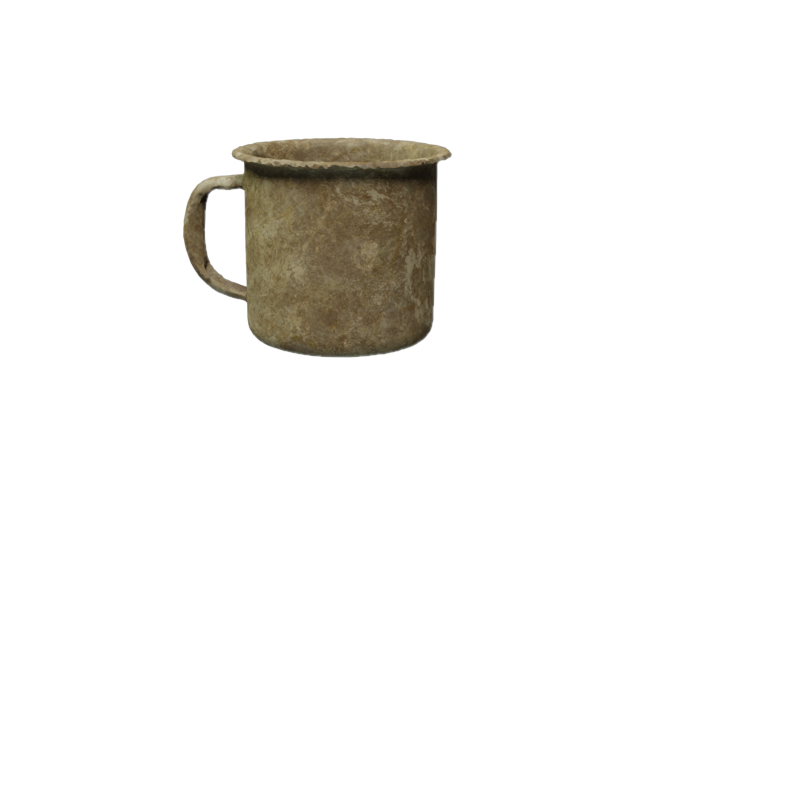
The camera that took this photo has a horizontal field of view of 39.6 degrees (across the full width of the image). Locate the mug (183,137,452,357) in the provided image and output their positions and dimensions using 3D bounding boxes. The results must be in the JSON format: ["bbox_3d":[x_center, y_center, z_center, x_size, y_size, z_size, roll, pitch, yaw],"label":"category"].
[{"bbox_3d":[-0.038,-0.069,0.480,0.119,0.079,0.095,3,16,8],"label":"mug"}]
